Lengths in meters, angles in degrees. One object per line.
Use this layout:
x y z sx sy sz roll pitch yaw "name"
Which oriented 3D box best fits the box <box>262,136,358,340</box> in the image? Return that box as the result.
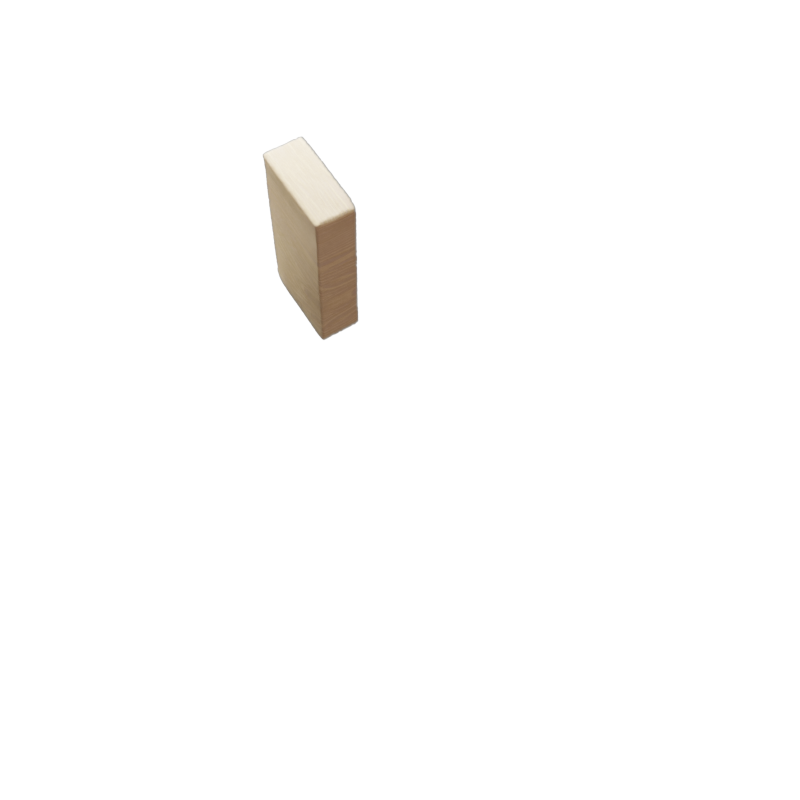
-0.076 -0.139 0.976 0.048 0.100 0.165 -25 -27 -18 "box"
